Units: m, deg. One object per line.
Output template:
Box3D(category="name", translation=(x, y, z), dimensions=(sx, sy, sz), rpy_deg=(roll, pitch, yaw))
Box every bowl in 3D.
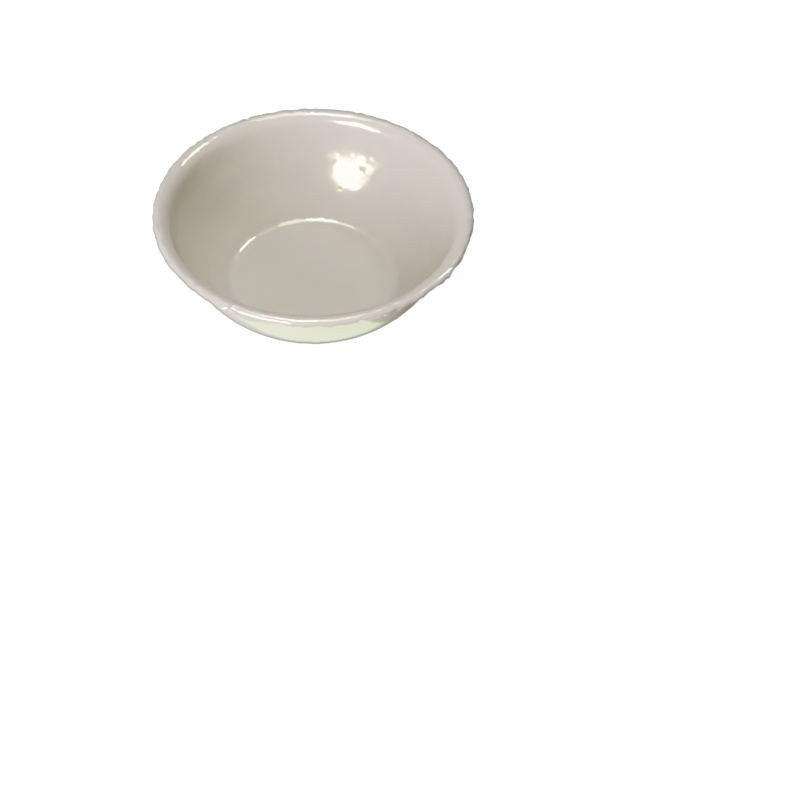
Box3D(category="bowl", translation=(-0.045, -0.082, 0.576), dimensions=(0.162, 0.174, 0.051), rpy_deg=(-1, -42, -1))
